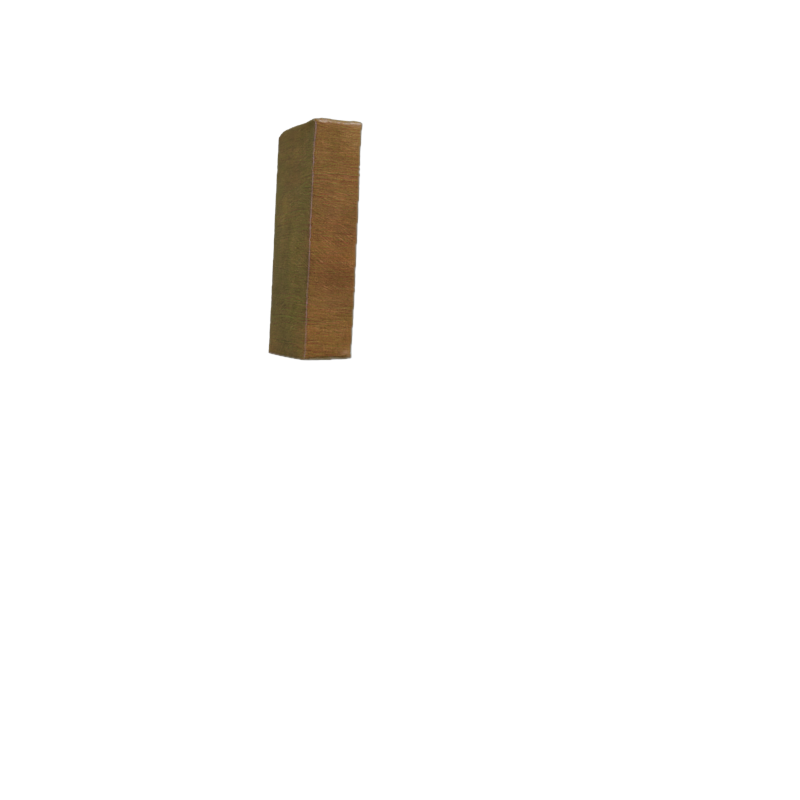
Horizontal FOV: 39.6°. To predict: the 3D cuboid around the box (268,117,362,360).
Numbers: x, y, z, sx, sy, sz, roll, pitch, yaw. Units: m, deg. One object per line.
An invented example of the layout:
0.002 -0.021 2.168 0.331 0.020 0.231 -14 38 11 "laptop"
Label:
-0.066 -0.120 0.843 0.047 0.177 0.095 1 -1 -22 "box"
